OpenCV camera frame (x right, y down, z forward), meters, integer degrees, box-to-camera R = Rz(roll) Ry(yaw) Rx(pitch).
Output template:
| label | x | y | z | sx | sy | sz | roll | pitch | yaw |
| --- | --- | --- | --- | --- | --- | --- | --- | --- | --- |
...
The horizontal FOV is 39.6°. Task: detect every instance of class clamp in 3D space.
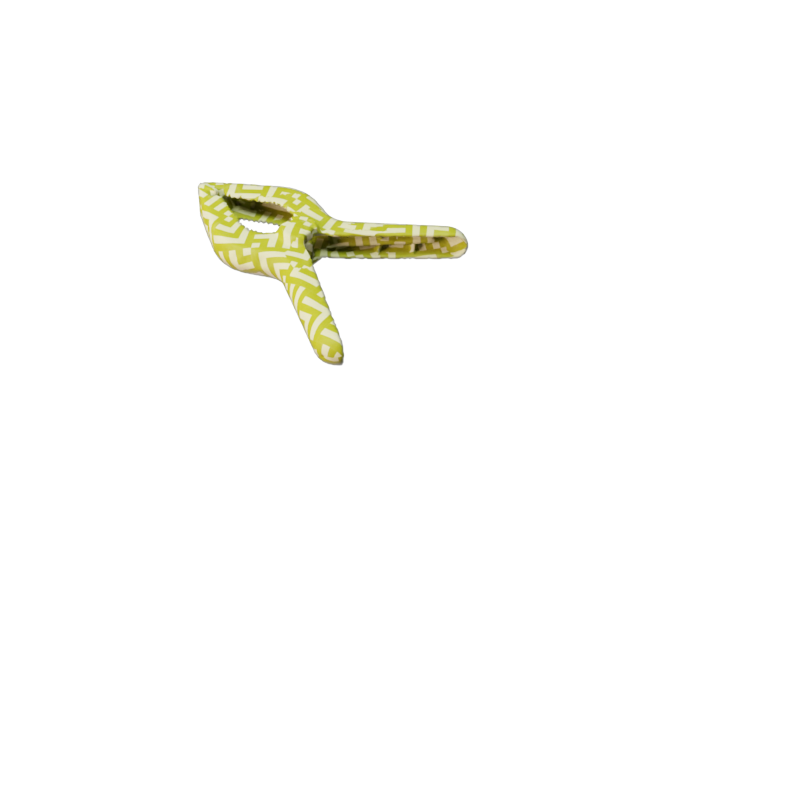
| label | x | y | z | sx | sy | sz | roll | pitch | yaw |
| --- | --- | --- | --- | --- | --- | --- | --- | --- | --- |
| clamp | -0.066 | -0.120 | 0.840 | 0.224 | 0.034 | 0.165 | 34 | 52 | 31 |
